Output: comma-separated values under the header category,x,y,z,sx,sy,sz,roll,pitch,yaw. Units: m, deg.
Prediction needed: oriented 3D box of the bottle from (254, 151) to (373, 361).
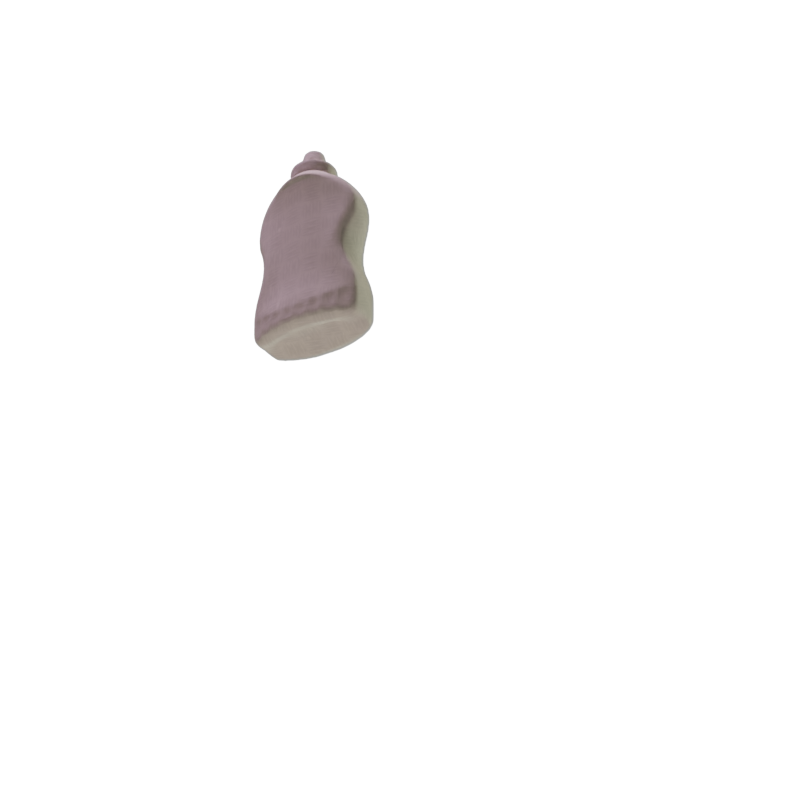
category,x,y,z,sx,sy,sz,roll,pitch,yaw
bottle,-0.072,-0.131,0.918,0.097,0.205,0.054,-22,-39,25
